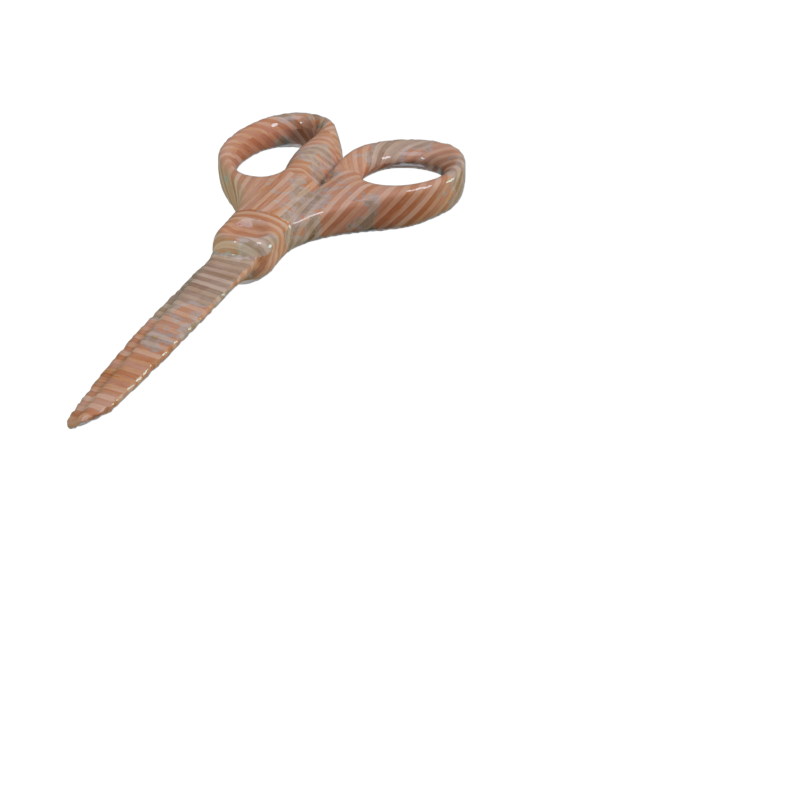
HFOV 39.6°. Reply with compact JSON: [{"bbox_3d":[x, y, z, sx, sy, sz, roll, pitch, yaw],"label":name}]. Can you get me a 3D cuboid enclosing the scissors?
[{"bbox_3d":[-0.026,-0.048,0.337,0.096,0.015,0.213,1,32,1],"label":"scissors"}]
